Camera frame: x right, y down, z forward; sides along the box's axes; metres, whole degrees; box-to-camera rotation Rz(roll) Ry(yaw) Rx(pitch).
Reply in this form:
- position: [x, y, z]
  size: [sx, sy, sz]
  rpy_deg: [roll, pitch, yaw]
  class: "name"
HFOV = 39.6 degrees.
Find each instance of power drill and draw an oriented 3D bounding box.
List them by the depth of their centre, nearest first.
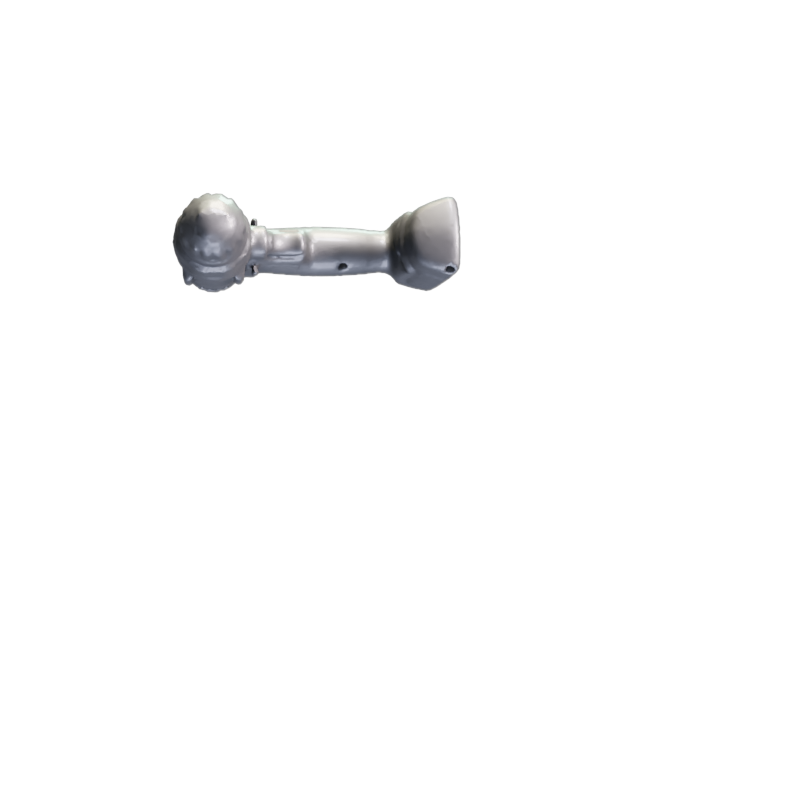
- position: [-0.058, -0.107, 0.747]
  size: [0.186, 0.058, 0.184]
  rpy_deg: [0, 0, -8]
  class: "power drill"
